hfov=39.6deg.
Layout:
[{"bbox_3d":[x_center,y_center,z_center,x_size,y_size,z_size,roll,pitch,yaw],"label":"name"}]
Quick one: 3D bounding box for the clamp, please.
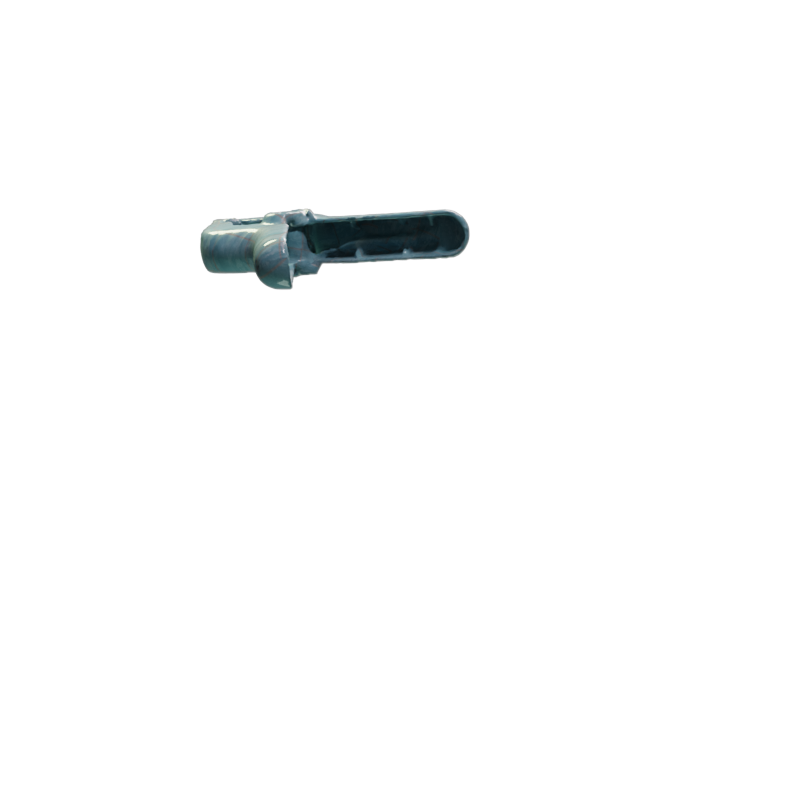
[{"bbox_3d":[-0.047,-0.086,0.601,0.117,0.038,0.180,-6,14,-26],"label":"clamp"}]
